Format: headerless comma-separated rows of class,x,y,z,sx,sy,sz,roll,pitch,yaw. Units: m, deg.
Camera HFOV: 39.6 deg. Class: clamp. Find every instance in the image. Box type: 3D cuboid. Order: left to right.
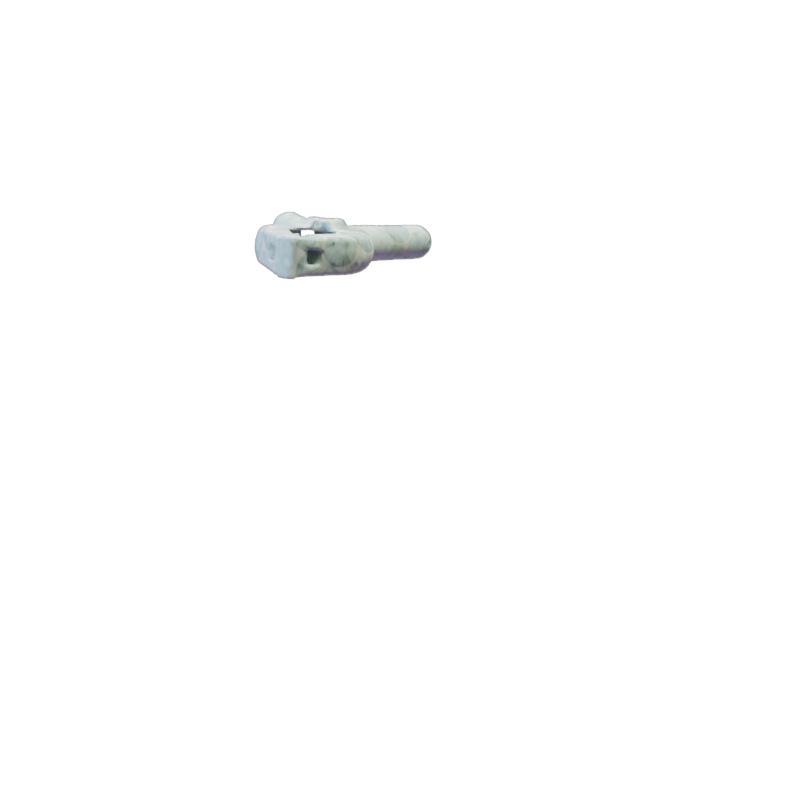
clamp,-0.060,-0.110,0.768,0.124,0.039,0.169,4,11,22
